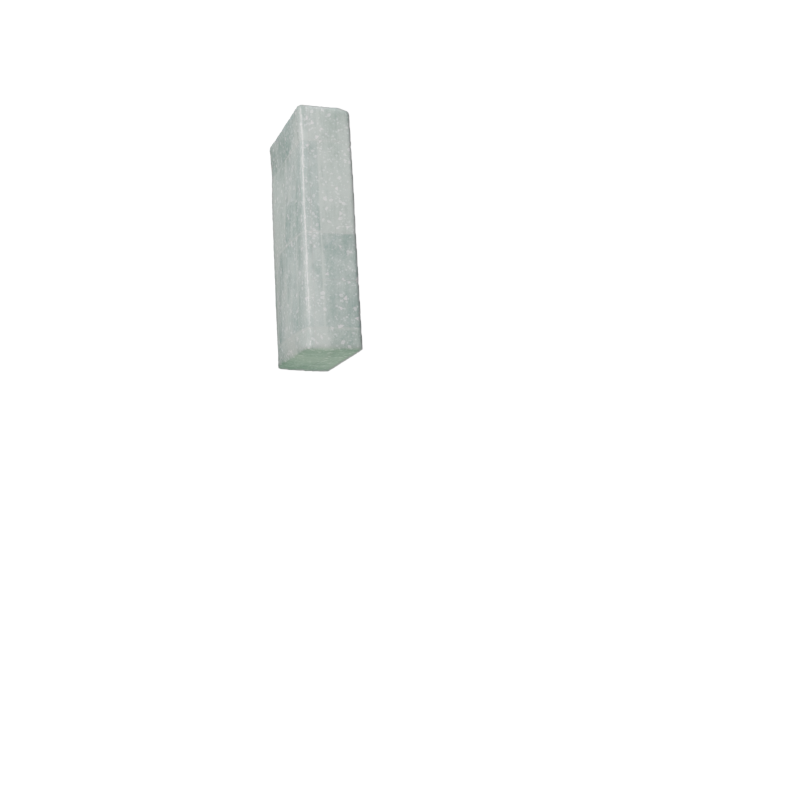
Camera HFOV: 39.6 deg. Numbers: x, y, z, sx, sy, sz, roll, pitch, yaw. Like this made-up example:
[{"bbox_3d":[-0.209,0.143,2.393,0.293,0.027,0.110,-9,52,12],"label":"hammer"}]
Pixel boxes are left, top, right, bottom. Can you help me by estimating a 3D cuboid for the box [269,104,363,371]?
[{"bbox_3d":[-0.062,-0.115,0.802,0.047,0.183,0.092,4,-15,-18],"label":"box"}]
